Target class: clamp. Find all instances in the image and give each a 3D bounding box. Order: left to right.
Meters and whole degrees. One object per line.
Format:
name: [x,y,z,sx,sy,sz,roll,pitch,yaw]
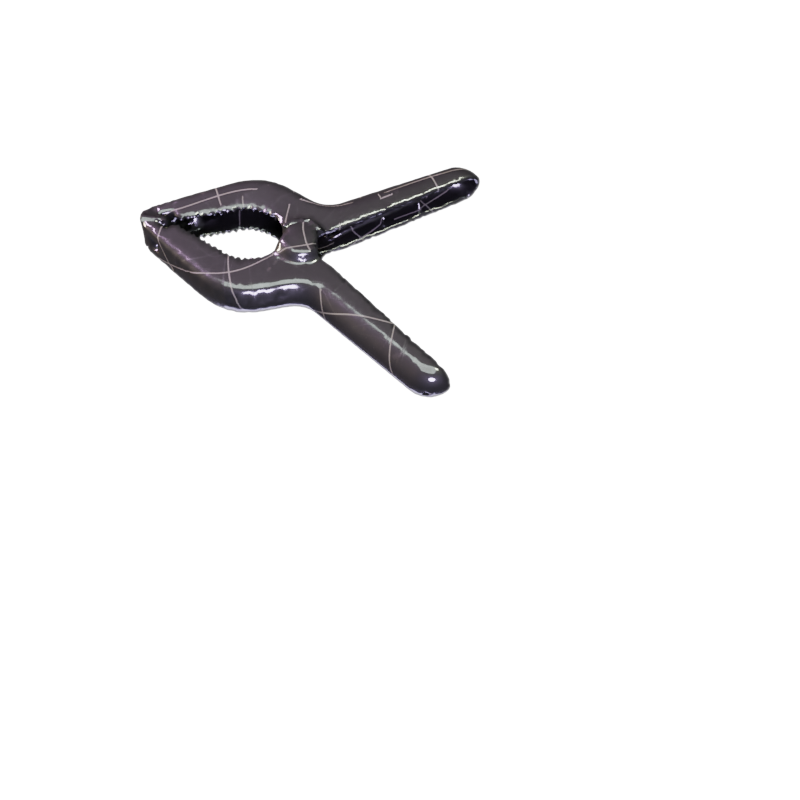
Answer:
clamp: [-0.054,-0.098,0.685,0.214,0.173,0.034,14,-34,10]
